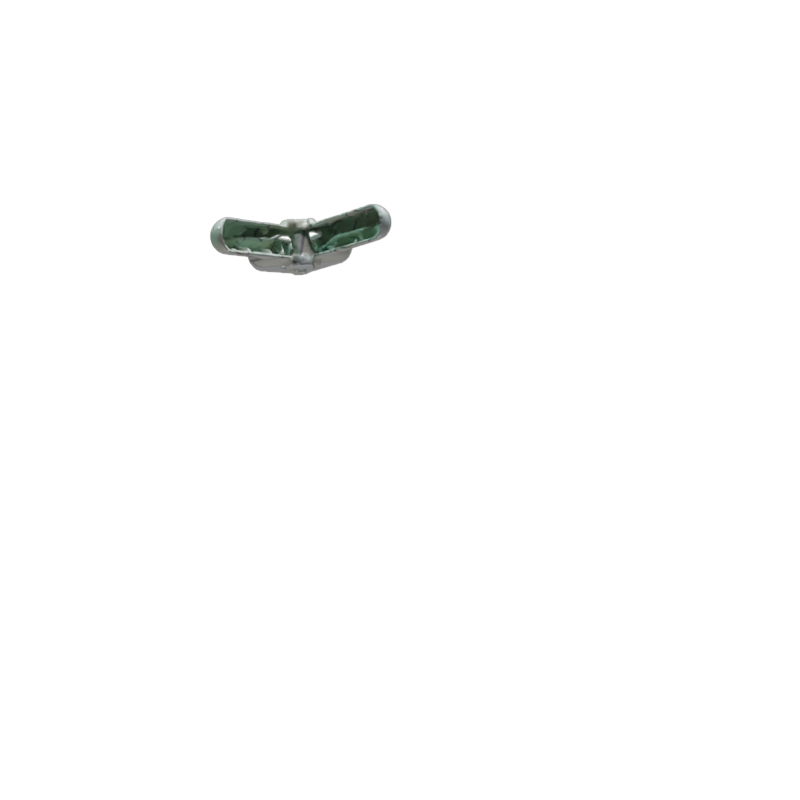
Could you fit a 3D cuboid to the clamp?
[{"bbox_3d":[-0.063,-0.115,0.806,0.121,0.039,0.170,0,3,4],"label":"clamp"}]
